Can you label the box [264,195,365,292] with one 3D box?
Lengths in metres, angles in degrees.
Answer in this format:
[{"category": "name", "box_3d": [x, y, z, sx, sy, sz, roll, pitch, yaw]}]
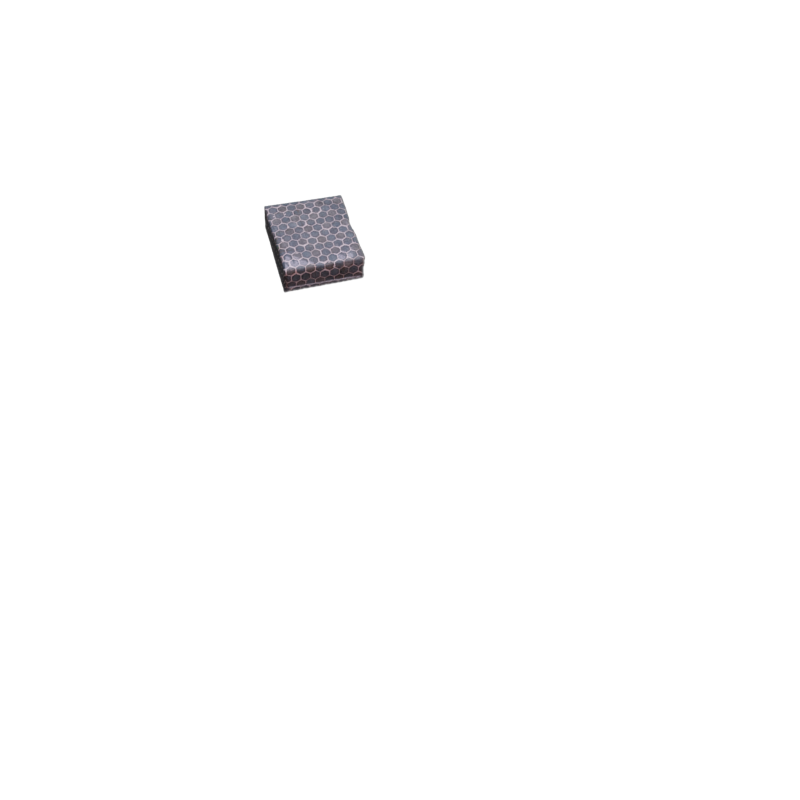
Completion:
[{"category": "box", "box_3d": [-0.077, -0.141, 0.989, 0.072, 0.097, 0.028, -10, -42, -10]}]
